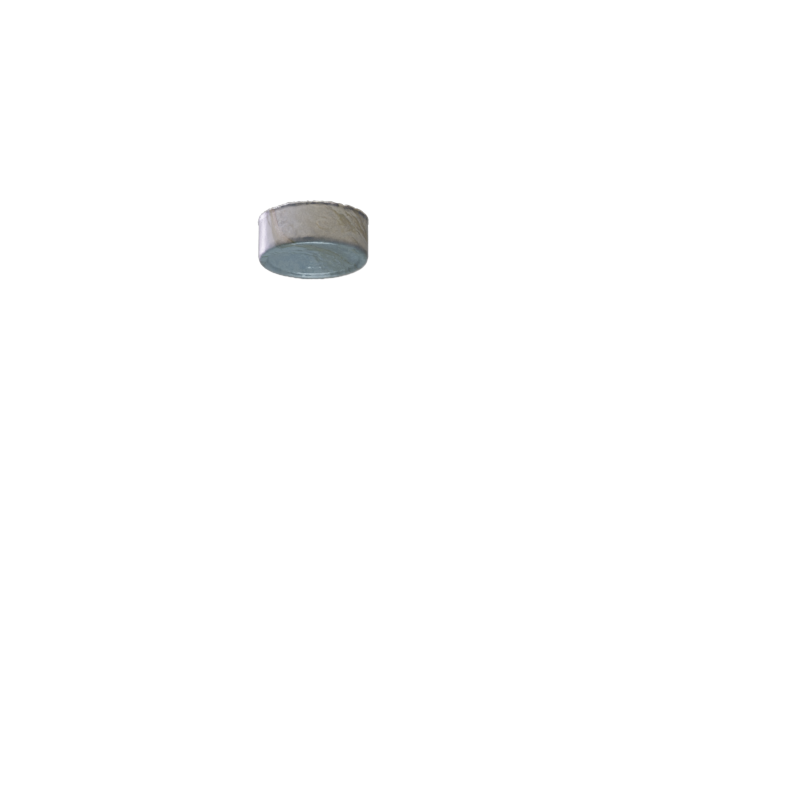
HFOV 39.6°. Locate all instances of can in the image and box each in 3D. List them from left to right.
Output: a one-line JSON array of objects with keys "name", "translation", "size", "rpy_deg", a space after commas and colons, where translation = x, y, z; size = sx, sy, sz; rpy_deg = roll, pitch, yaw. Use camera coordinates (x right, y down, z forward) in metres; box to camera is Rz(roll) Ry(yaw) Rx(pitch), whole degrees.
[{"name": "can", "translation": [-0.067, -0.121, 0.851], "size": [0.086, 0.035, 0.082], "rpy_deg": [0, -15, -2]}]
